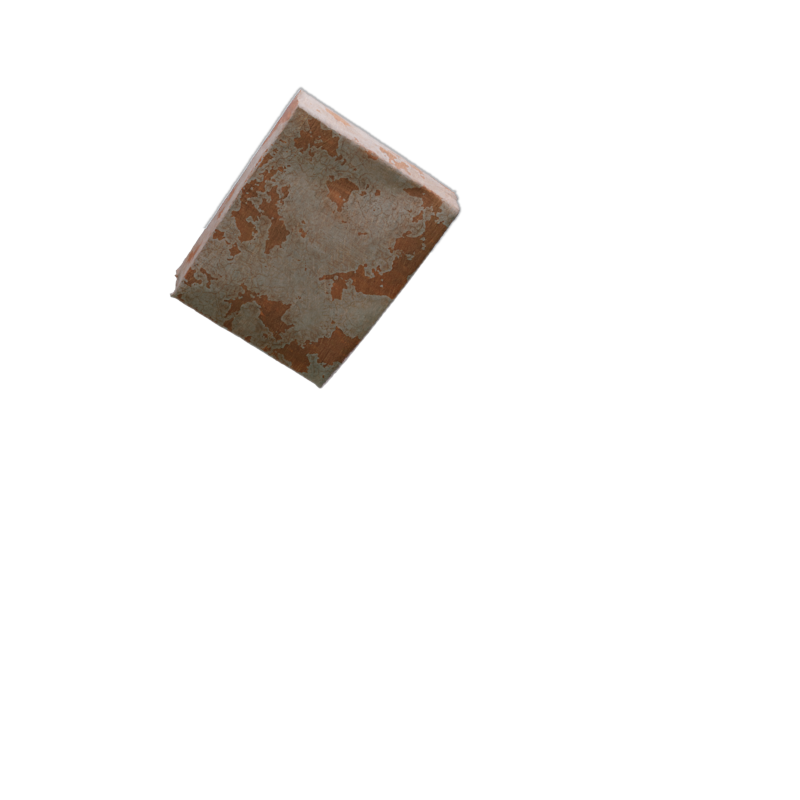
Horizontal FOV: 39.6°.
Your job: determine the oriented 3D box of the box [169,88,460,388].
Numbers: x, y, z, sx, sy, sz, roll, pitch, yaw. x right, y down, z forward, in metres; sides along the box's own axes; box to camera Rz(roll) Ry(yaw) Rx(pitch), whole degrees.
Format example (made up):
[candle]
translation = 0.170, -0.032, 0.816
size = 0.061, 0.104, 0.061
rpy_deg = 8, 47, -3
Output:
[box]
translation = -0.041, -0.074, 0.519
size = 0.088, 0.112, 0.041
rpy_deg = 34, 15, -11
